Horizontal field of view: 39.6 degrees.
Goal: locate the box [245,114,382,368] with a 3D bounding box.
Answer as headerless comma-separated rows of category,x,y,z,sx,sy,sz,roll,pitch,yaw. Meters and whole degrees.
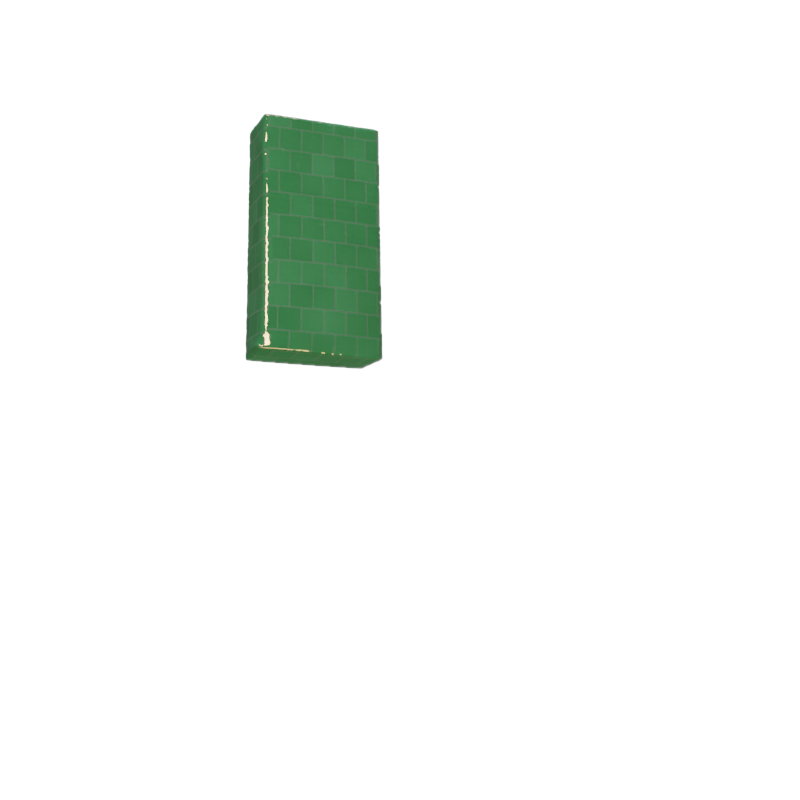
box,-0.063,-0.115,0.809,0.091,0.184,0.047,5,-20,-20
